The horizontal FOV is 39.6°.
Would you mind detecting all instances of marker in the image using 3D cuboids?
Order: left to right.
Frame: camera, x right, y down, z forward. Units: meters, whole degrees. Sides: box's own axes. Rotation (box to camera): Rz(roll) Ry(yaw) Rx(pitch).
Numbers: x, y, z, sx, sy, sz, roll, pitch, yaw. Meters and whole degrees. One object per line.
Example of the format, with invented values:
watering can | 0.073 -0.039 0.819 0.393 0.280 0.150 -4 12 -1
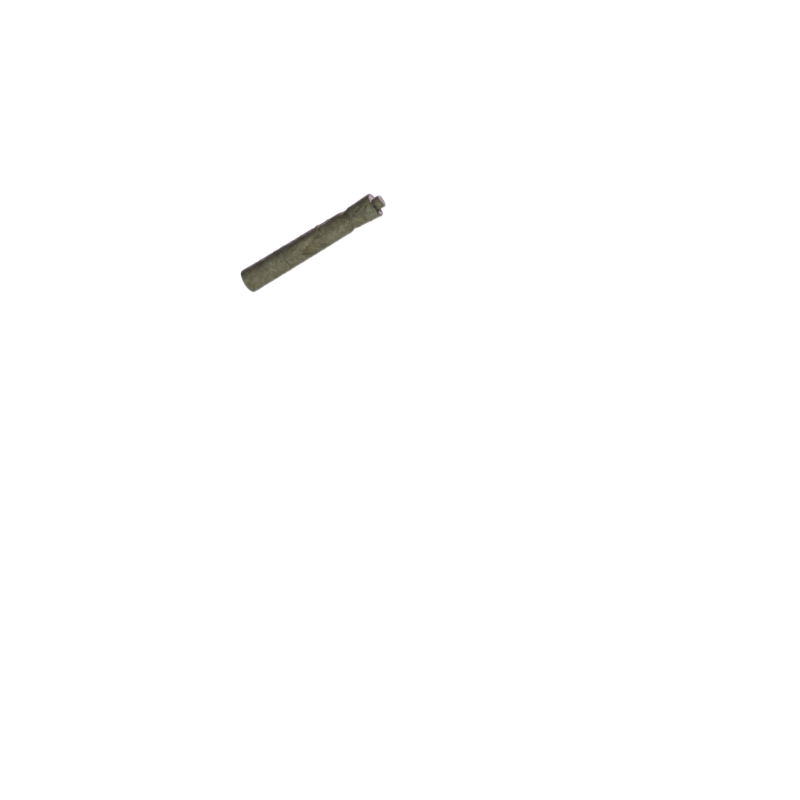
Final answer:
marker | -0.063 -0.115 0.808 0.121 0.020 0.019 -28 -6 19
